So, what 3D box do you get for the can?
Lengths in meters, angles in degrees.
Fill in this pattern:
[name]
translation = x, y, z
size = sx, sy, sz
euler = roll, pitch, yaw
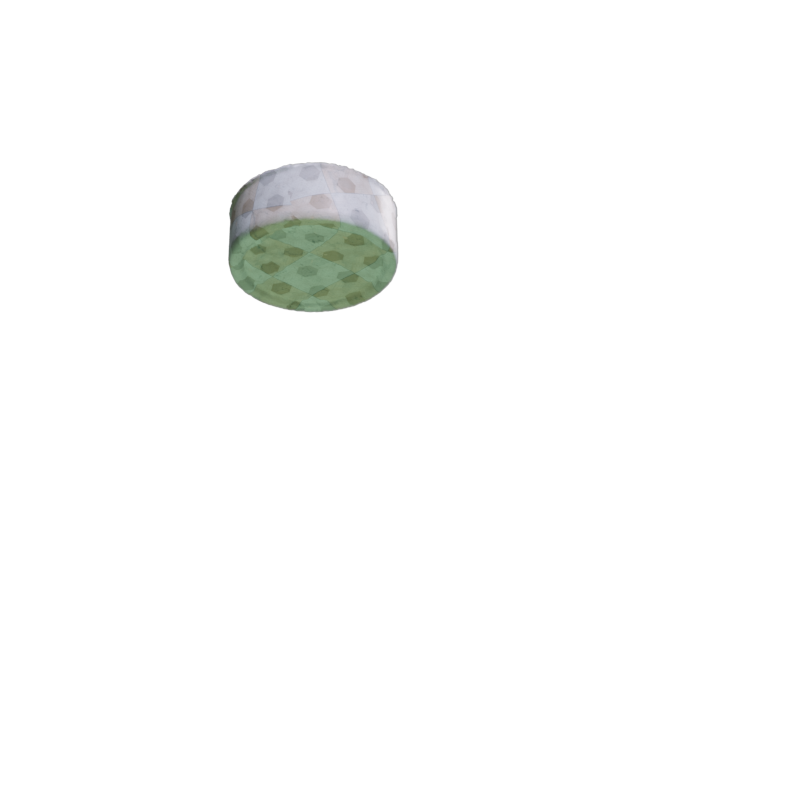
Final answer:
[can]
translation = -0.044, -0.079, 0.557
size = 0.086, 0.036, 0.081
euler = 1, -30, -2
